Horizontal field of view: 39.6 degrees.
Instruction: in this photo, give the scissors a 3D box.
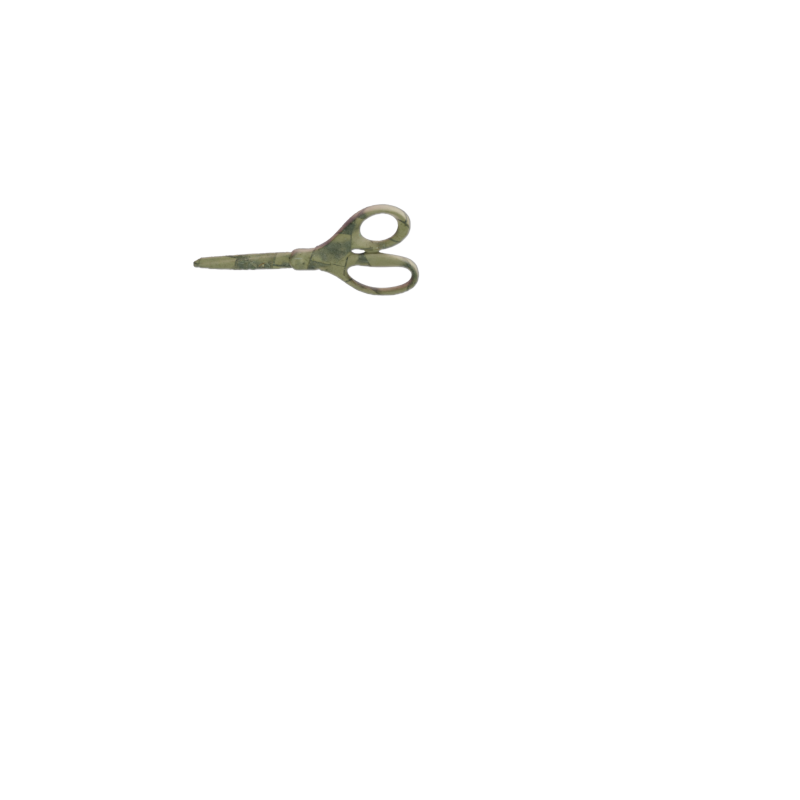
[{"bbox_3d":[-0.077,-0.141,0.990,0.200,0.092,0.017,11,26,-6],"label":"scissors"}]
